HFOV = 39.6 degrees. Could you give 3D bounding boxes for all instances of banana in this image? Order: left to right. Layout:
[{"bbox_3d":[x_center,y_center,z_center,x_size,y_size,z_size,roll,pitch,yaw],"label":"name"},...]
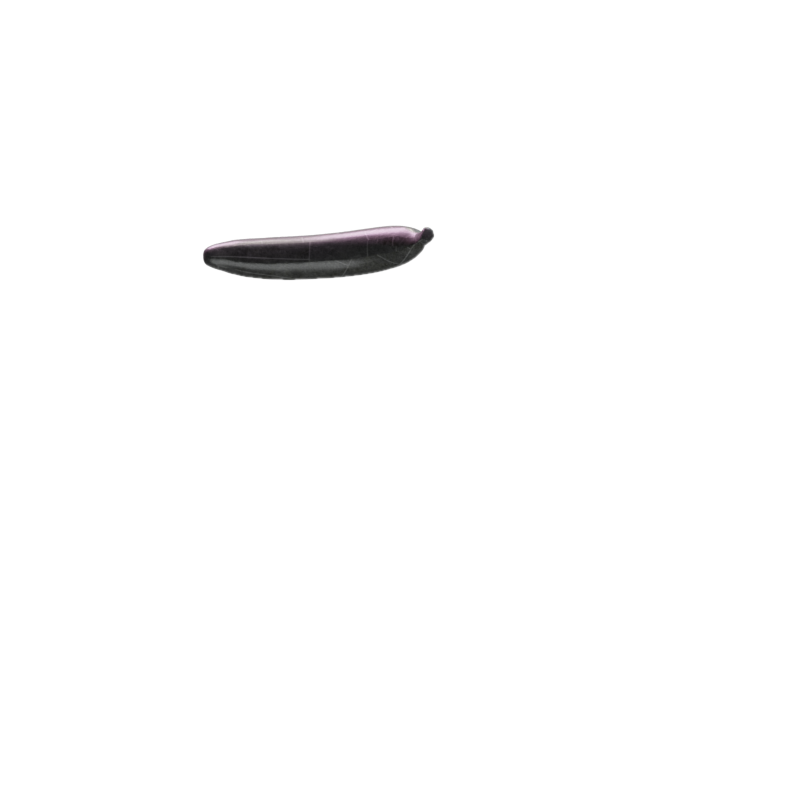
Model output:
[{"bbox_3d":[-0.063,-0.126,0.929,0.201,0.038,0.065,-5,-19,16],"label":"banana"}]
